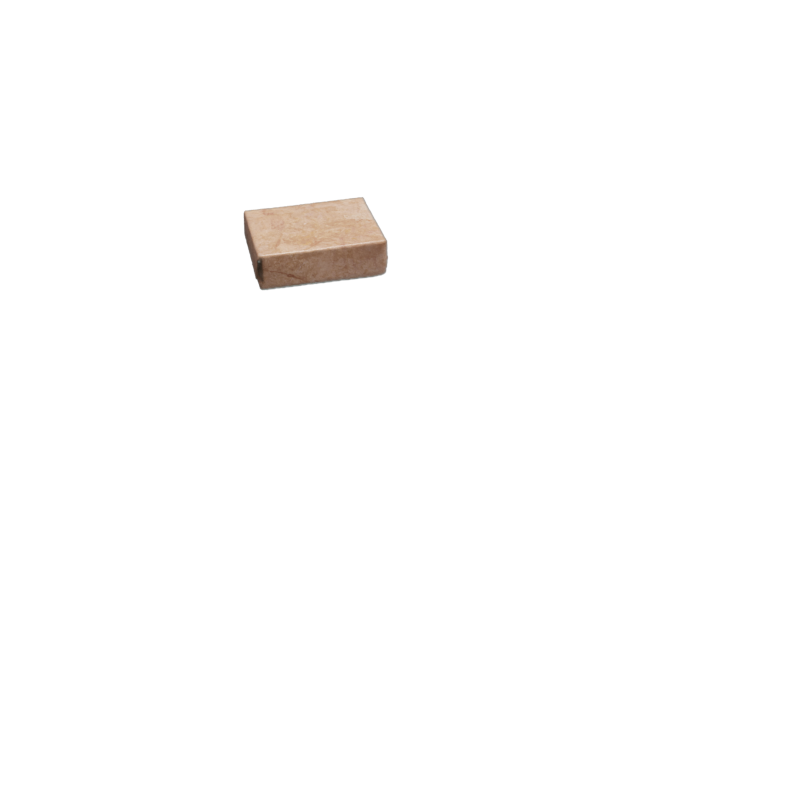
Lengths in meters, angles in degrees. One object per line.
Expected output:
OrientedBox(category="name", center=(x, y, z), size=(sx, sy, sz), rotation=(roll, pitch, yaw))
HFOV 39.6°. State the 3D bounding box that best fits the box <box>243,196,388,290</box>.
OrientedBox(category="box", center=(-0.075, -0.137, 0.963), size=(0.112, 0.036, 0.097), rotation=(-7, 34, -11))
